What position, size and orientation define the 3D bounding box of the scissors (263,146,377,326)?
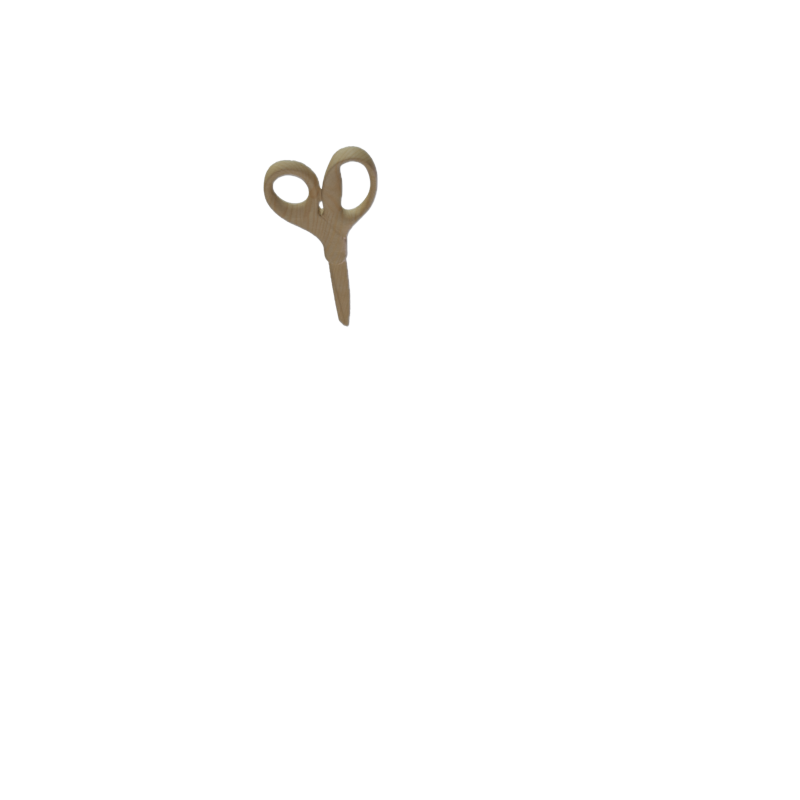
[{"bbox_3d":[-0.070,-0.127,0.892,0.095,0.017,0.190,8,-40,-10],"label":"scissors"}]
